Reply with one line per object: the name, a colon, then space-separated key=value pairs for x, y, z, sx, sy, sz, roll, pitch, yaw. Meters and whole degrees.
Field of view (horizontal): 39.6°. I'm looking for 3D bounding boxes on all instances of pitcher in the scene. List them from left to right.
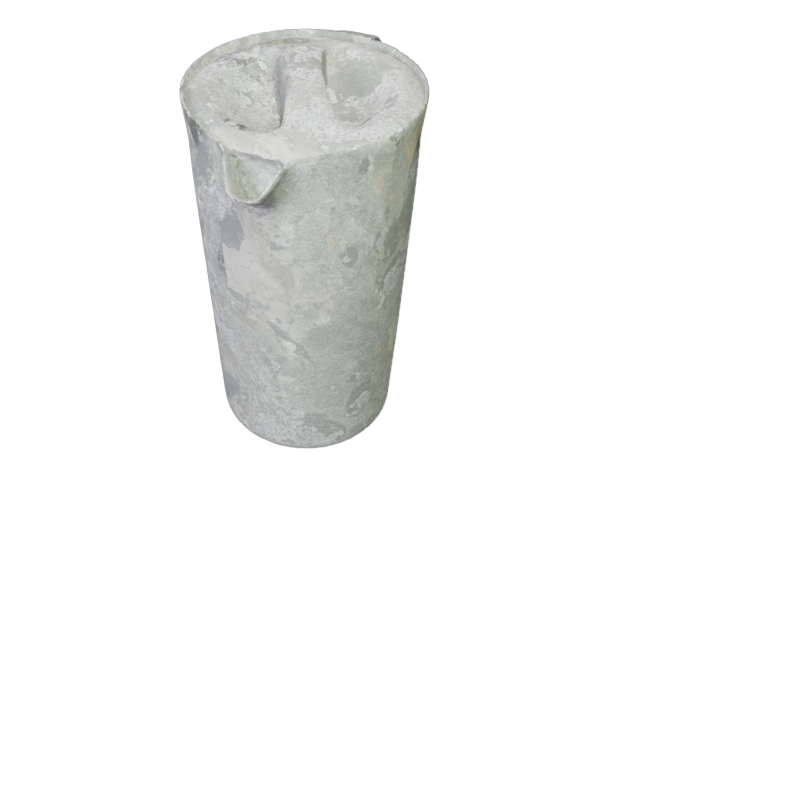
pitcher: x=-0.052 y=-0.096 z=0.670 sx=0.147 sy=0.226 sz=0.157 roll=-17 pitch=46 yaw=-21
